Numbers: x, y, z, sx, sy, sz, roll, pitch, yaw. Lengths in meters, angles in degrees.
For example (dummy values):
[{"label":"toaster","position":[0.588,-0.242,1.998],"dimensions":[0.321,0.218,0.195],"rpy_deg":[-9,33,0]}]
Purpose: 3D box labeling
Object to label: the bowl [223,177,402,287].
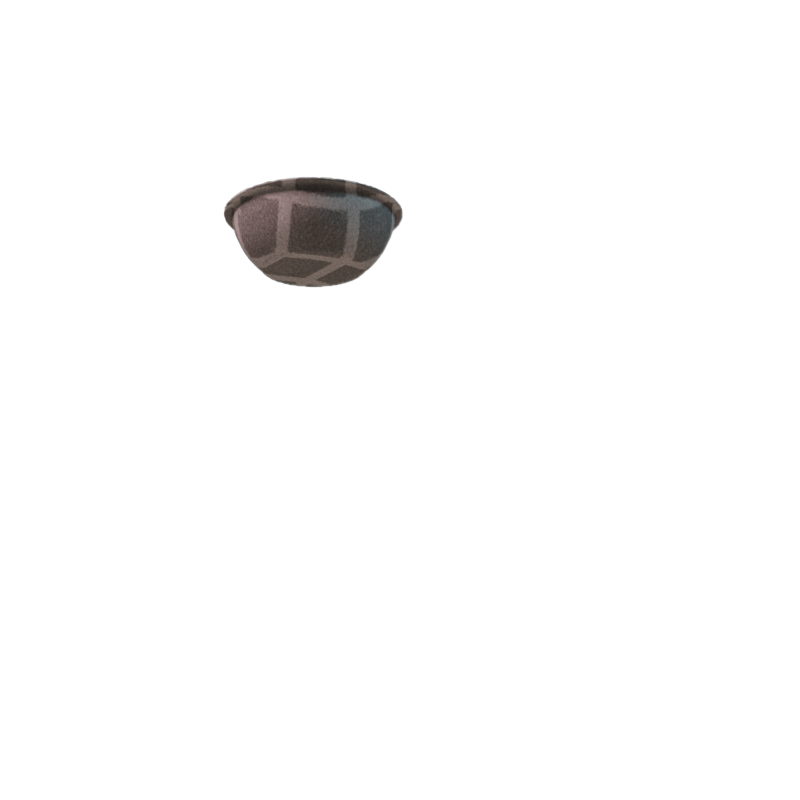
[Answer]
[{"label":"bowl","position":[-0.077,-0.141,0.989],"dimensions":[0.162,0.057,0.155],"rpy_deg":[0,-16,-2]}]
